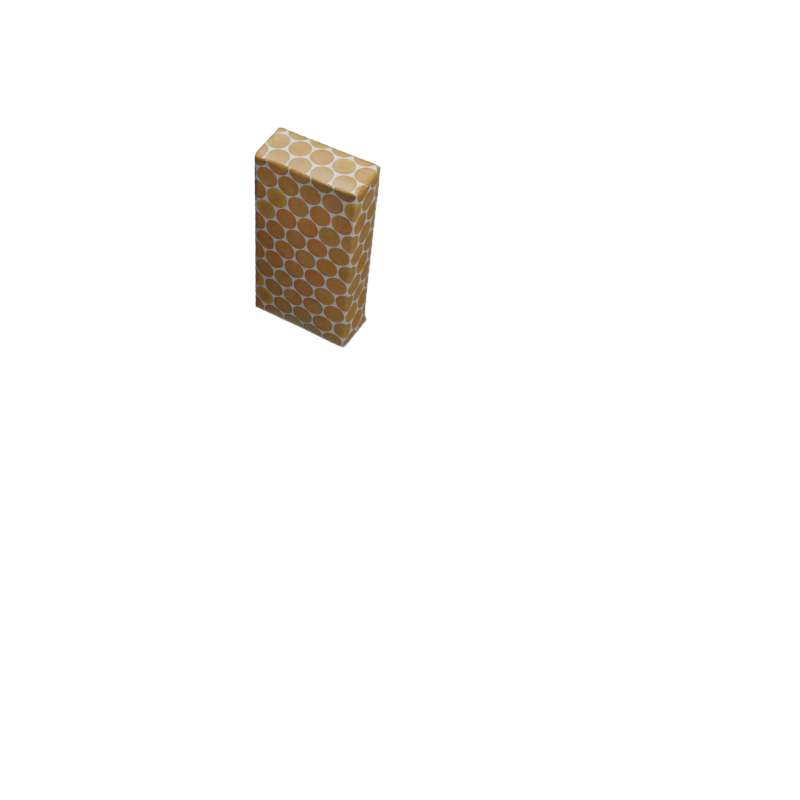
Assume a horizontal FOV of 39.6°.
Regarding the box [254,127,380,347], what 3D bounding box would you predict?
[{"bbox_3d":[-0.071,-0.128,0.897,0.097,0.049,0.164,26,-36,17],"label":"box"}]
